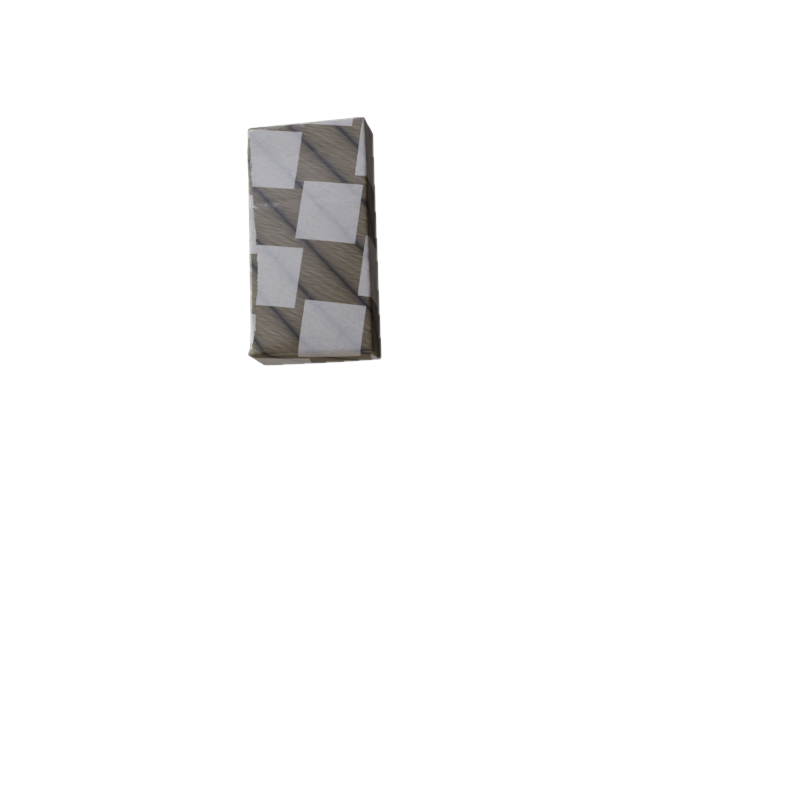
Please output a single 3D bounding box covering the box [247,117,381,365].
[{"bbox_3d":[-0.064,-0.117,0.822,0.095,0.183,0.046,-4,-15,11],"label":"box"}]
